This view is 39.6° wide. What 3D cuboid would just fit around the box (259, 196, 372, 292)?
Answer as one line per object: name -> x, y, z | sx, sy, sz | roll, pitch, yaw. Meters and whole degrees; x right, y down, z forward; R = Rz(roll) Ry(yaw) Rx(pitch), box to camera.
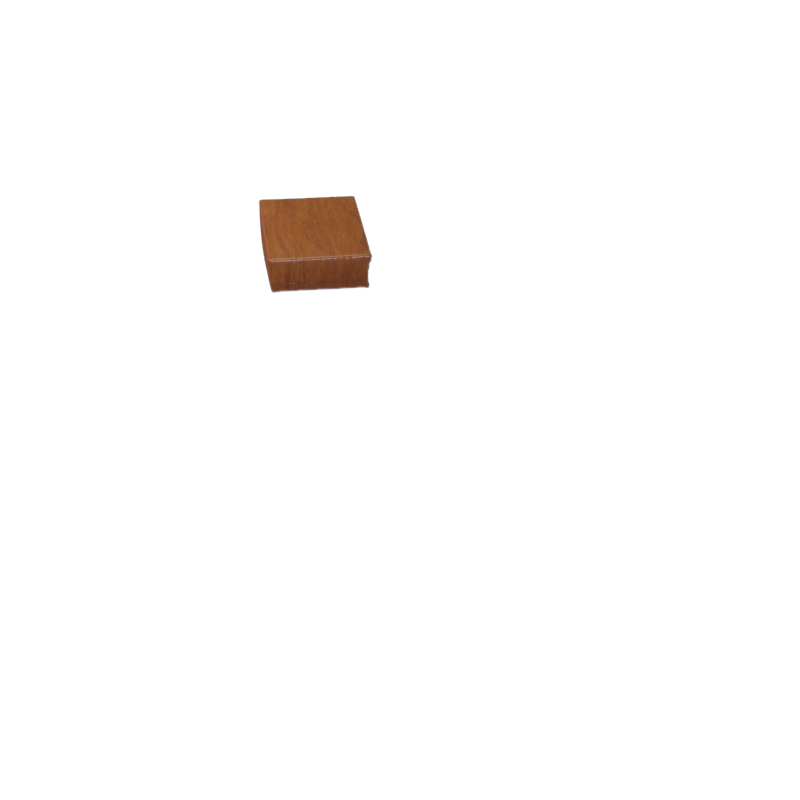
box -> -0.078, -0.141, 0.991 | 0.089, 0.036, 0.122 | -5, 38, -7
